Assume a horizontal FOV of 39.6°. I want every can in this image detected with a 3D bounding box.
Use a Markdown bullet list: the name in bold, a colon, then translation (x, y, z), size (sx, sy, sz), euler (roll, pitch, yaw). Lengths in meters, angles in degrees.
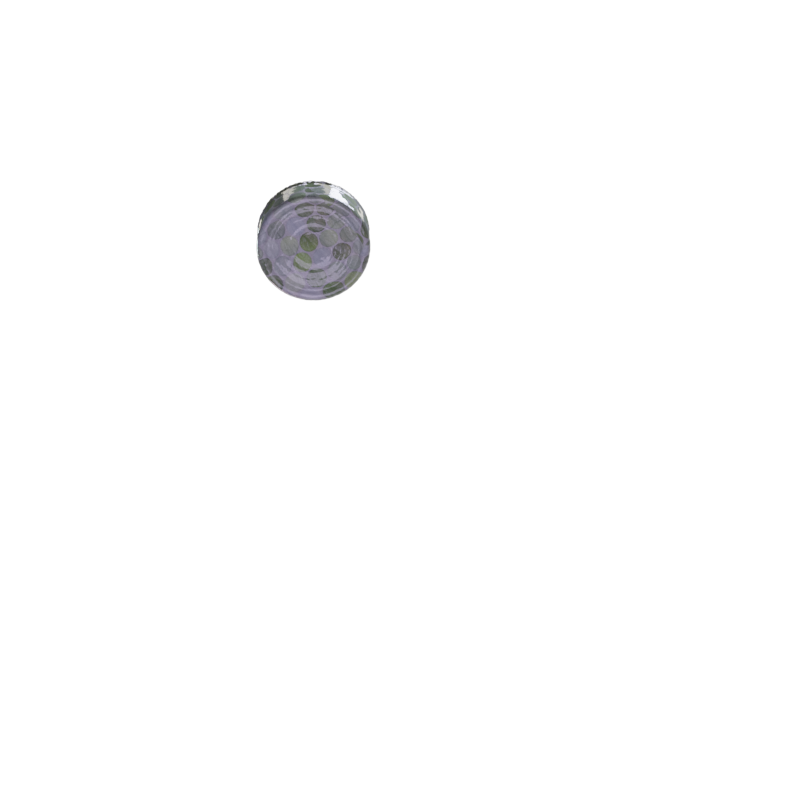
- **can**: translation (-0.065, -0.119, 0.831), size (0.086, 0.082, 0.035), euler (1, 24, -1)
